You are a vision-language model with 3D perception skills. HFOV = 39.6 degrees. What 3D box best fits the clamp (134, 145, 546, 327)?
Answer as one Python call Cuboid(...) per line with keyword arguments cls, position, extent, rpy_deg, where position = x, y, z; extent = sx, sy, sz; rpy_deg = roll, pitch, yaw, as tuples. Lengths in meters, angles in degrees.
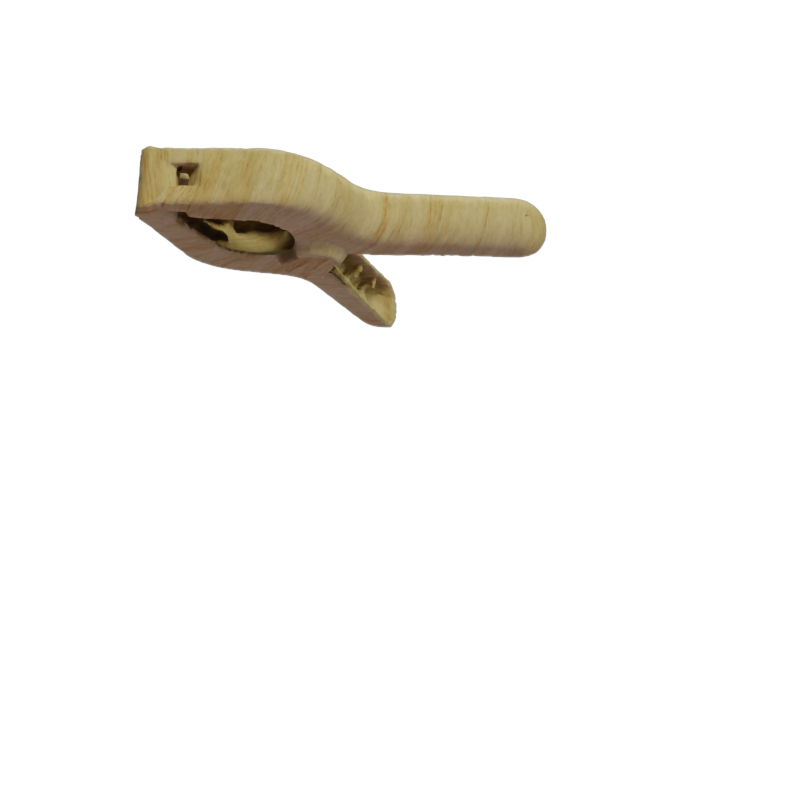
Cuboid(cls="clamp", position=(-0.038, -0.069, 0.483), extent=(0.165, 0.042, 0.117), rpy_deg=(12, -29, -23))
